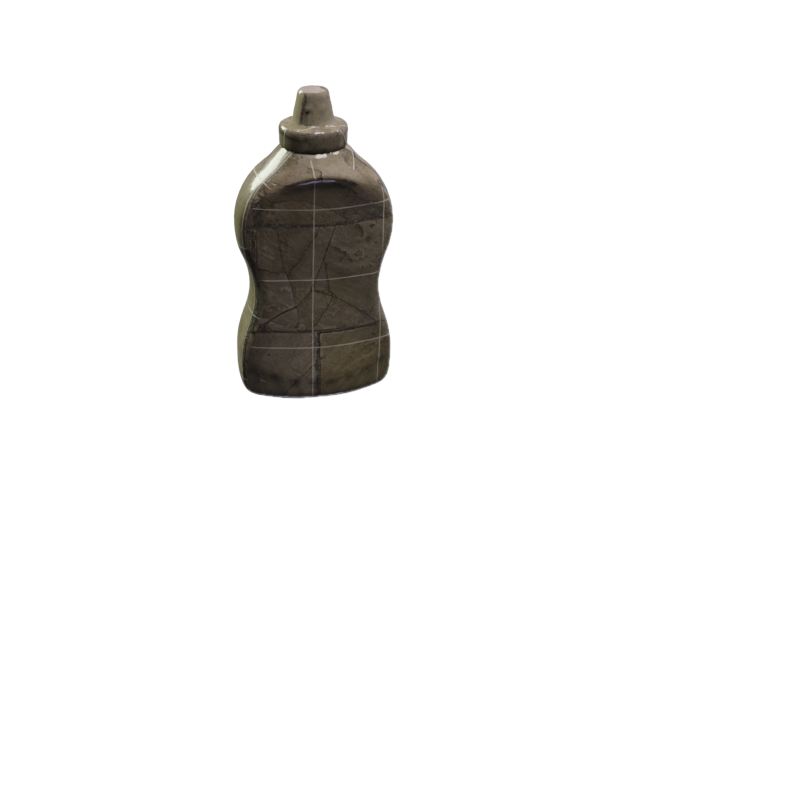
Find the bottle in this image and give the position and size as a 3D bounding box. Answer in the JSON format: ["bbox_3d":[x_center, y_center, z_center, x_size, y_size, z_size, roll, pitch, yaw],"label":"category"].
[{"bbox_3d":[-0.053,-0.097,0.678,0.095,0.182,0.062,-3,26,-10],"label":"bottle"}]
